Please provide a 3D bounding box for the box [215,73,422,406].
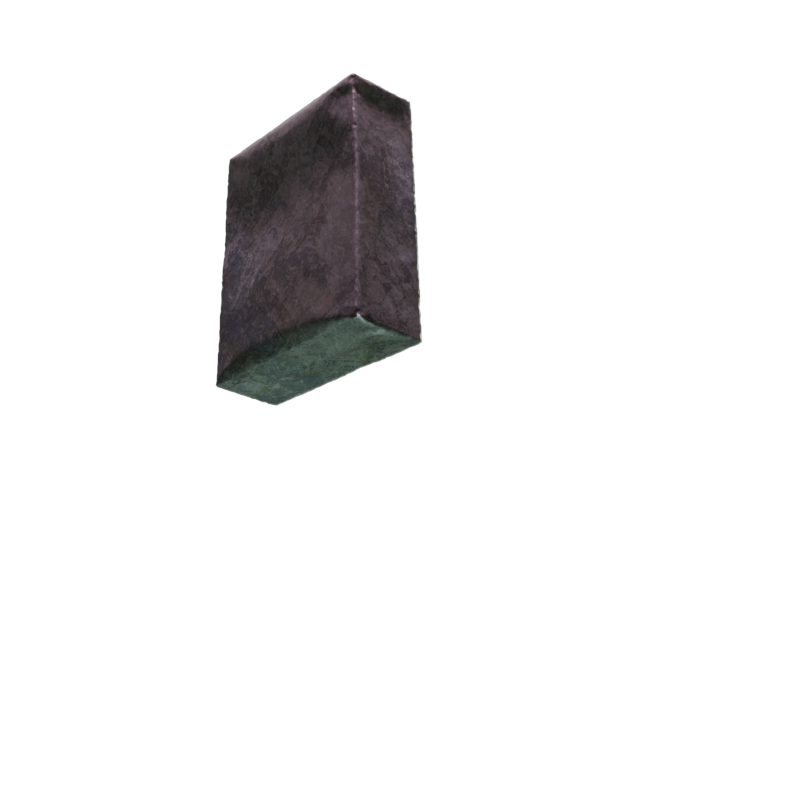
[{"bbox_3d":[-0.068,-0.123,0.864,0.067,0.227,0.164,23,-35,-39],"label":"box"}]
